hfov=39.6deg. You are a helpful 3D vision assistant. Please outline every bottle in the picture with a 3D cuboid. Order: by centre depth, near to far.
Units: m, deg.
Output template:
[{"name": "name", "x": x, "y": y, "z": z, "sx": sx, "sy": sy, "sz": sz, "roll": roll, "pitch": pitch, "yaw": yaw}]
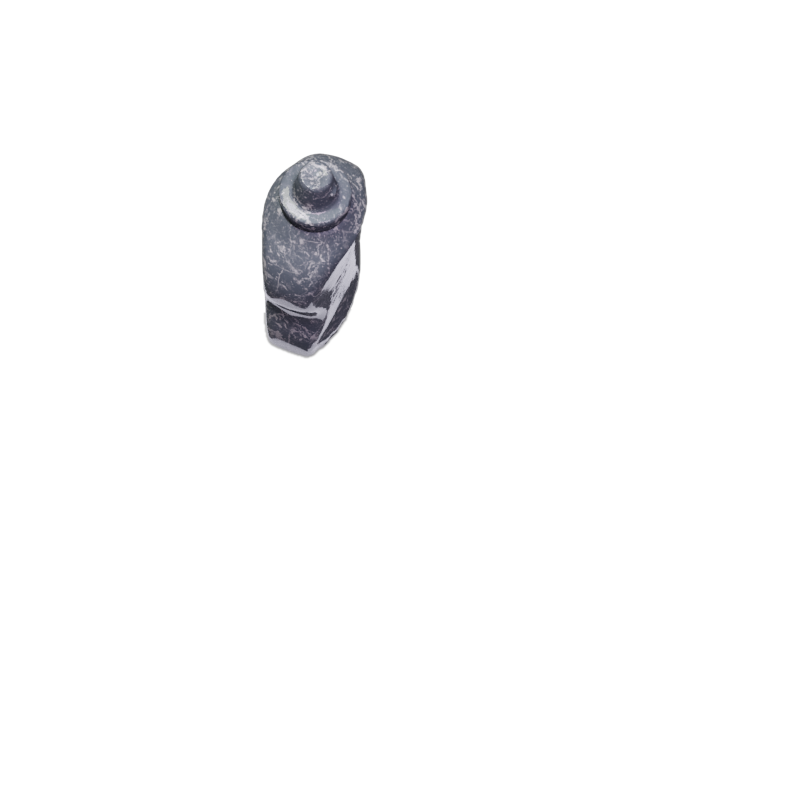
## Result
[{"name": "bottle", "x": -0.053, "y": -0.097, "z": 0.683, "sx": 0.059, "sy": 0.099, "sz": 0.184, "roll": 22, "pitch": -16, "yaw": 2}]
